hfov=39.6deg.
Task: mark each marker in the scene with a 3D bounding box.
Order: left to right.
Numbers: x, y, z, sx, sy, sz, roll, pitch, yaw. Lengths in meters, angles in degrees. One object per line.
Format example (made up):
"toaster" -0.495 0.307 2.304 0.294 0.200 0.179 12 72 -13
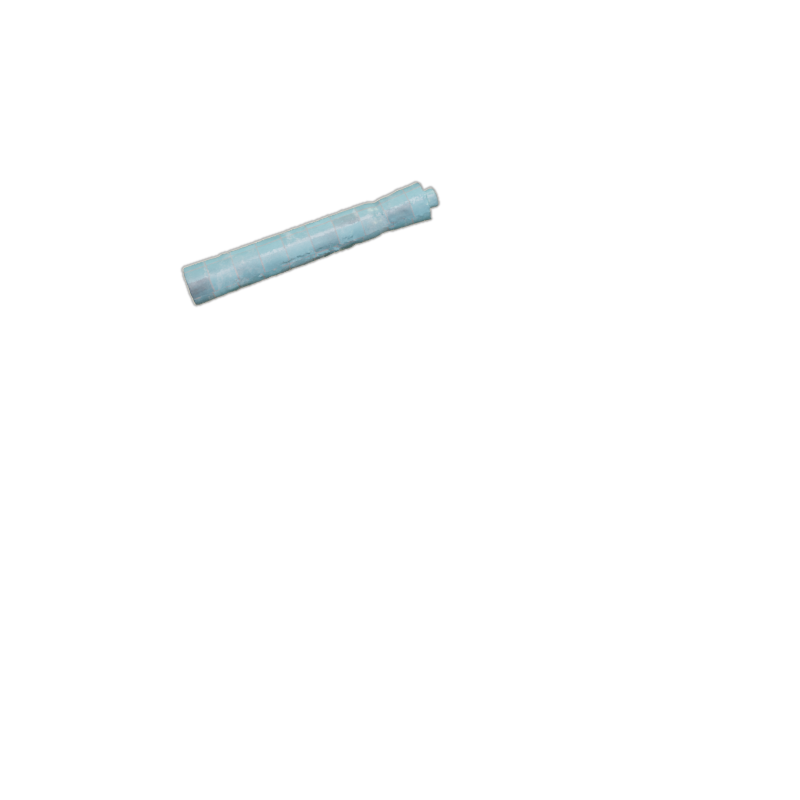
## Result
"marker" -0.040 -0.072 0.507 0.121 0.020 0.020 -21 6 -3
